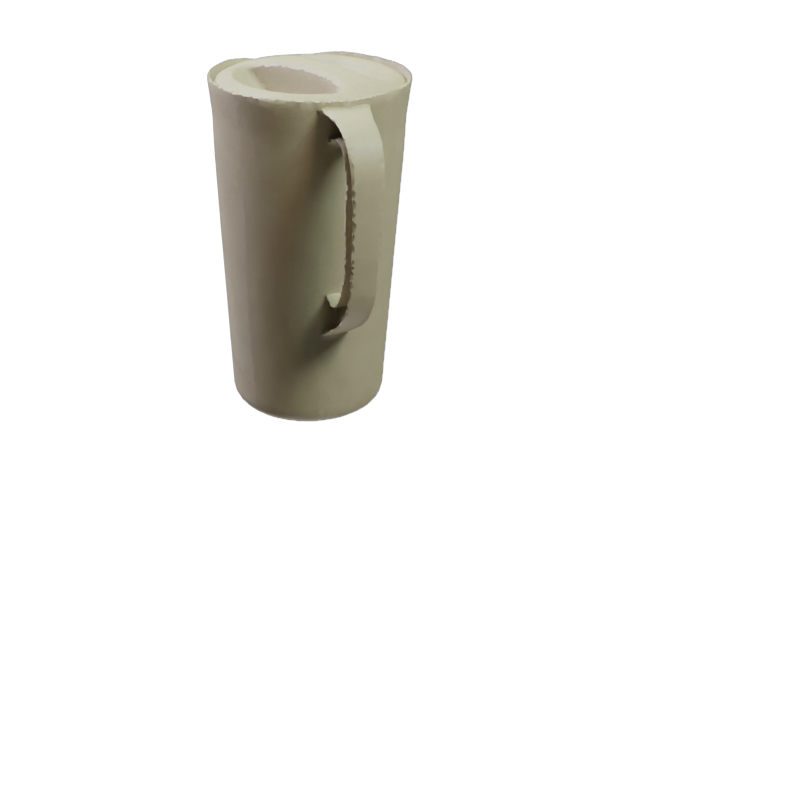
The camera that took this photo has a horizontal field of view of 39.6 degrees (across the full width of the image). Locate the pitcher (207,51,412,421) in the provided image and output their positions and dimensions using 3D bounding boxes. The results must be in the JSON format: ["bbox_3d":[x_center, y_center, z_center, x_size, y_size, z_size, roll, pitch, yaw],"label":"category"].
[{"bbox_3d":[-0.059,-0.108,0.753,0.150,0.230,0.152,11,27,19],"label":"pitcher"}]
